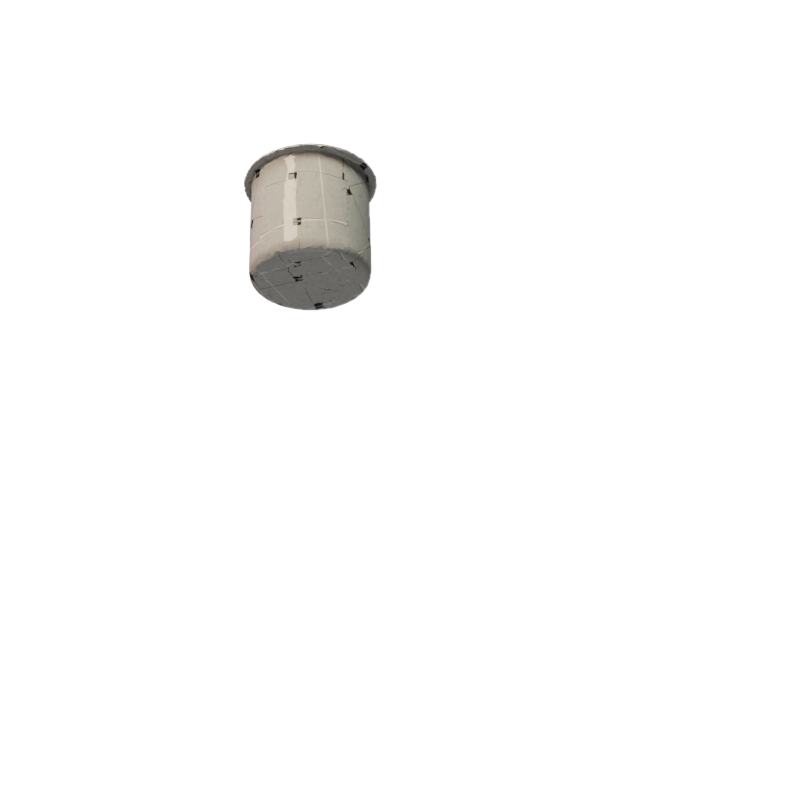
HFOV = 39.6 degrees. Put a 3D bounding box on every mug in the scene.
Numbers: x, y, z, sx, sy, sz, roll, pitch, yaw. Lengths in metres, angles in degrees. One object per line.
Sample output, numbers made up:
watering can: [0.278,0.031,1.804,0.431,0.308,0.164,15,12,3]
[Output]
mug: [-0.060,-0.109,0.766,0.094,0.087,0.109,-5,-30,6]
